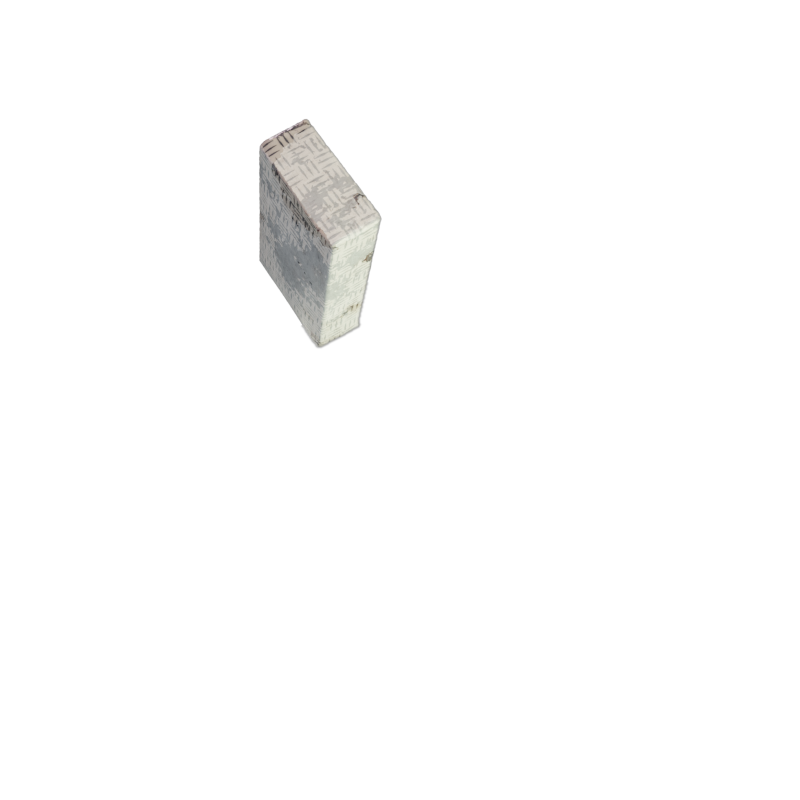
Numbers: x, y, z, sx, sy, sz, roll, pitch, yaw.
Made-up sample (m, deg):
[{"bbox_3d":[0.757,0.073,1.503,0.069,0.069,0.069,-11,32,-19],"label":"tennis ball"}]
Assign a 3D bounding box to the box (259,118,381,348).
[{"bbox_3d":[-0.062,-0.113,0.793,0.048,0.098,0.168,-31,-16,-14],"label":"box"}]
